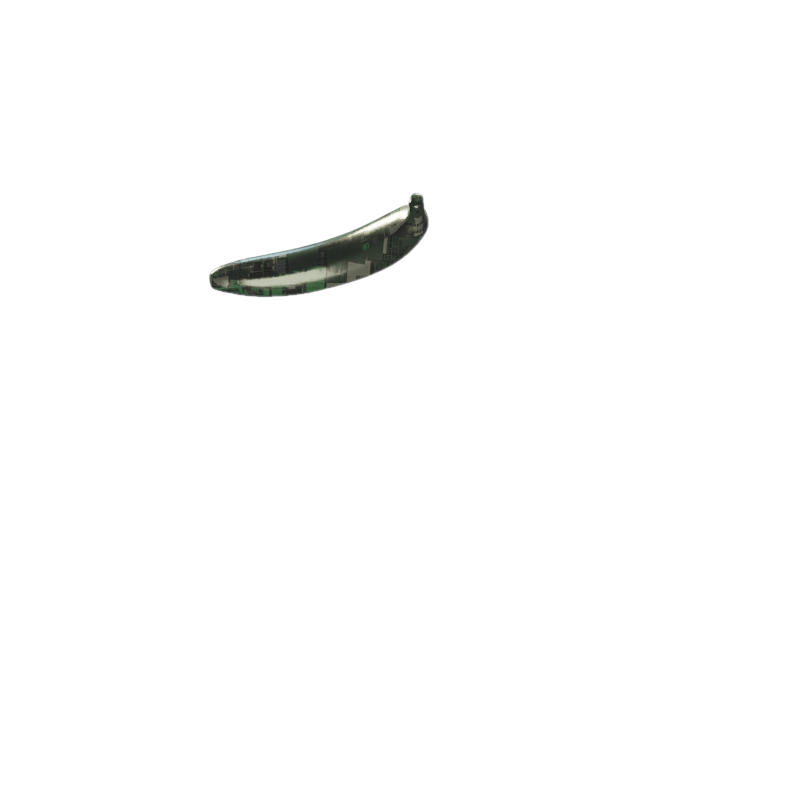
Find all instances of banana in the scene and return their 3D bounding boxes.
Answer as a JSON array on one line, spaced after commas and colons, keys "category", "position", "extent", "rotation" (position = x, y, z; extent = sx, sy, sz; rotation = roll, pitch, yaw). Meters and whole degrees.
[{"category": "banana", "position": [-0.053, -0.115, 0.856], "extent": [0.200, 0.039, 0.064], "rotation": [-18, -35, 28]}]
